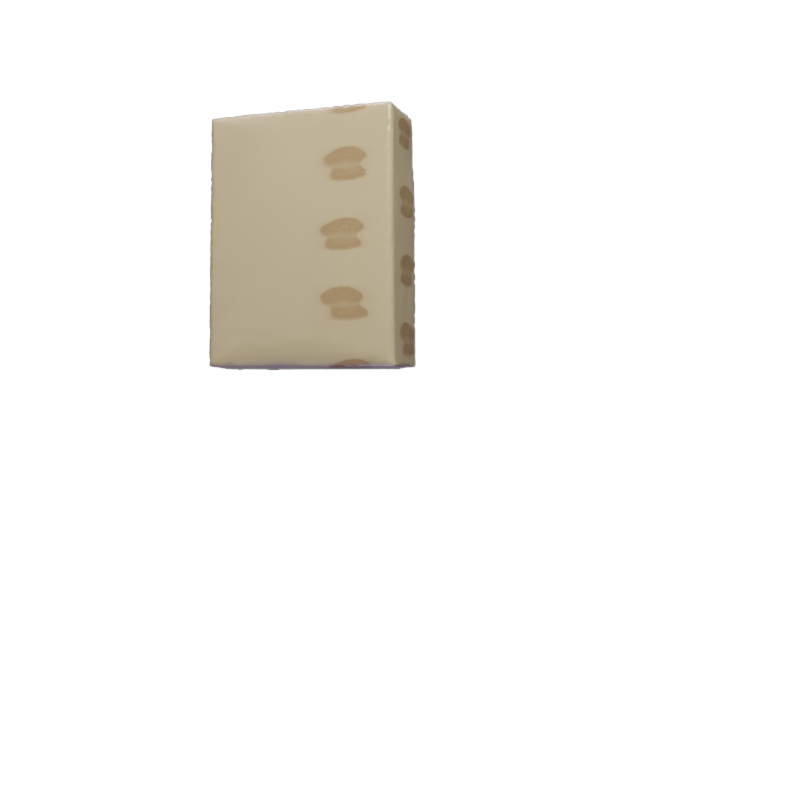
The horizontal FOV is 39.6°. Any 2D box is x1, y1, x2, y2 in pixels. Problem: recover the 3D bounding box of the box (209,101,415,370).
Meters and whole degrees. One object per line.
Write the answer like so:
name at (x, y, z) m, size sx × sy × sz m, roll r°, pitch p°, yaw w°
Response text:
box at (-0.073, -0.133, 0.934) m, size 0.168 × 0.217 × 0.069 m, roll -2°, pitch -7°, yaw 20°
